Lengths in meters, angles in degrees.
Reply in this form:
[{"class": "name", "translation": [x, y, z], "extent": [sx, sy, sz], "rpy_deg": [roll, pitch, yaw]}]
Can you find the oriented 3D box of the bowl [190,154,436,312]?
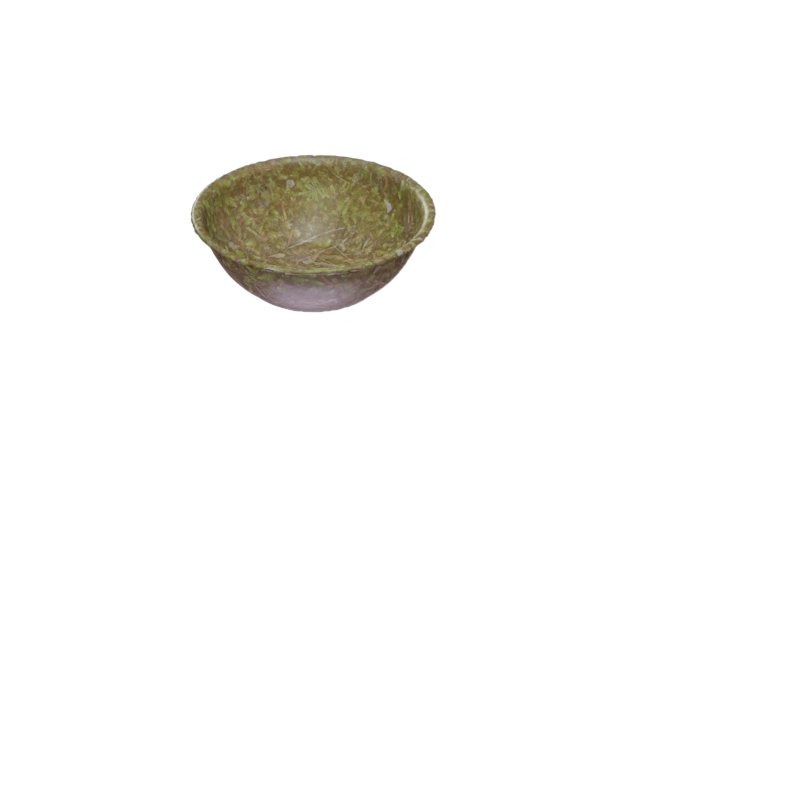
[{"class": "bowl", "translation": [-0.058, -0.106, 0.744], "extent": [0.162, 0.052, 0.173], "rpy_deg": [-1, 36, -2]}]
